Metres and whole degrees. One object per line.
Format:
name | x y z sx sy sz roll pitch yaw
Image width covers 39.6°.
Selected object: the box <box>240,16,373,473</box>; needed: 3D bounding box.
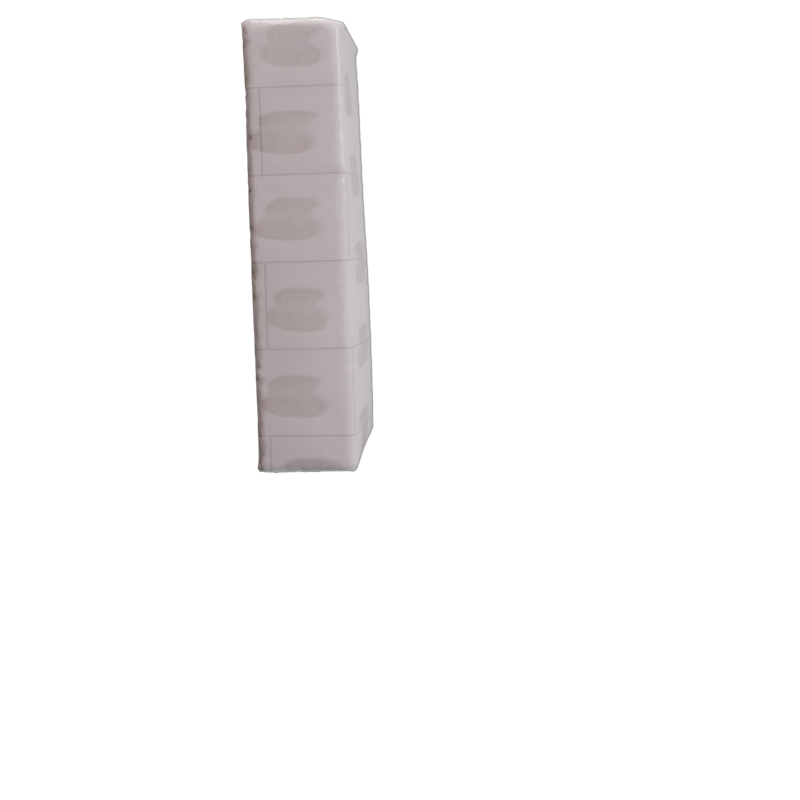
box | -0.036 -0.067 0.469 0.048 0.175 0.094 0 4 3
